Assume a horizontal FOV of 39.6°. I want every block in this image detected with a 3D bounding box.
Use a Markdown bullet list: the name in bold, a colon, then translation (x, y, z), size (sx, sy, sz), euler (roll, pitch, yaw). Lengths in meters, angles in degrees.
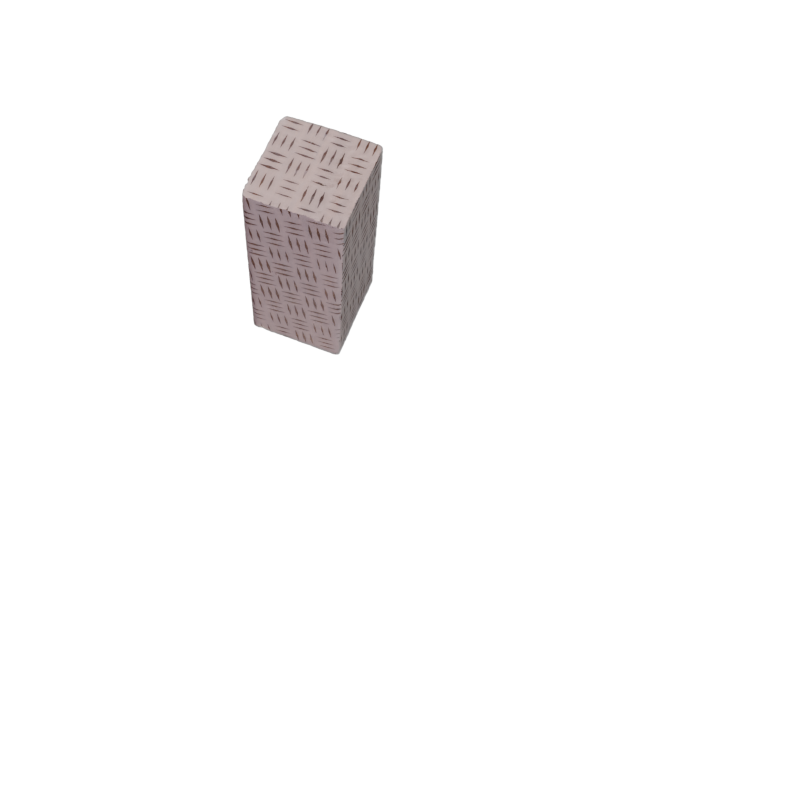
- **block**: translation (-0.076, -0.138, 0.961), size (0.092, 0.094, 0.194), euler (20, -27, 7)
